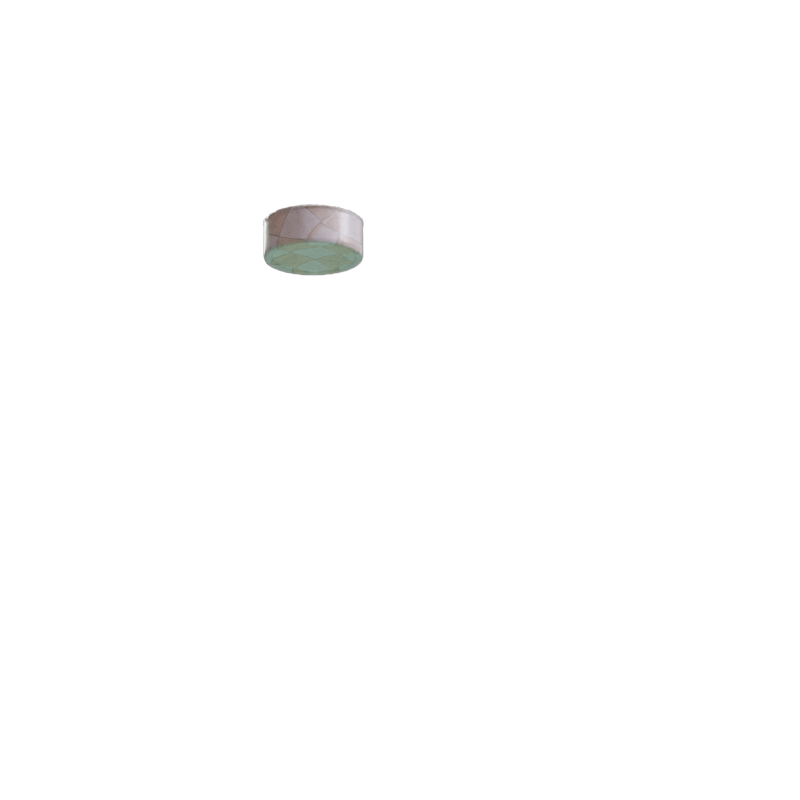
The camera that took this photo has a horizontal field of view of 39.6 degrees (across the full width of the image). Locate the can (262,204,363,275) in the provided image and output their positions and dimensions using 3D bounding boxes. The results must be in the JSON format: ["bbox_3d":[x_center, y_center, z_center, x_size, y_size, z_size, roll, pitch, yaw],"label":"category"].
[{"bbox_3d":[-0.073,-0.134,0.935,0.086,0.035,0.083,0,-14,-2],"label":"can"}]
